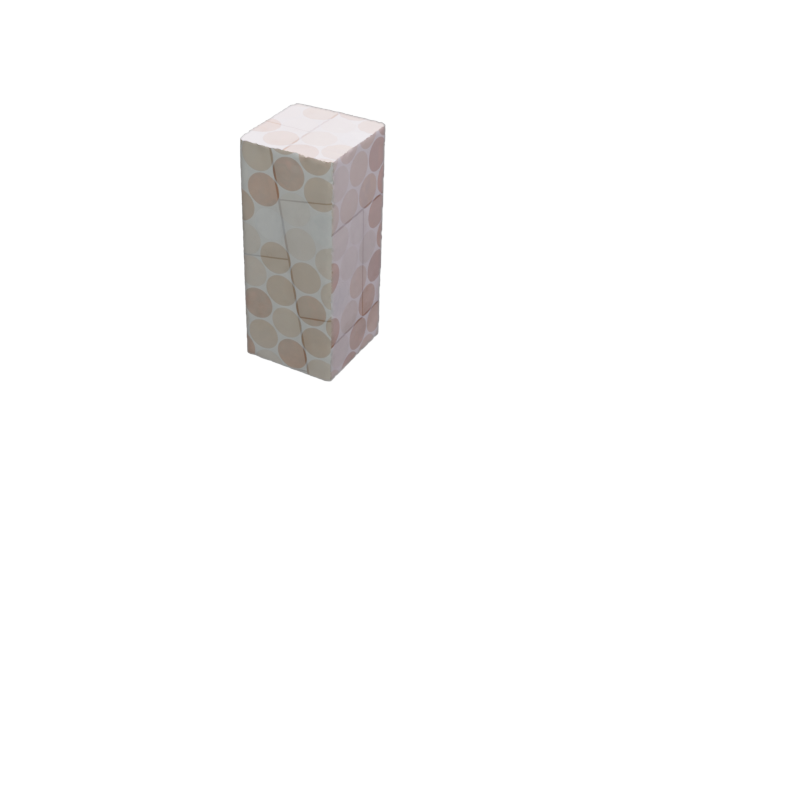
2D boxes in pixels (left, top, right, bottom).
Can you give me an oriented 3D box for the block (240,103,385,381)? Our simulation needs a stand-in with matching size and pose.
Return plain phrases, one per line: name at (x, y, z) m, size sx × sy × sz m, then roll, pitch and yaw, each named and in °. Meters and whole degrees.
block at (-0.074, -0.135, 0.942) m, size 0.094 × 0.194 × 0.092 m, roll 18°, pitch 36°, yaw 23°
